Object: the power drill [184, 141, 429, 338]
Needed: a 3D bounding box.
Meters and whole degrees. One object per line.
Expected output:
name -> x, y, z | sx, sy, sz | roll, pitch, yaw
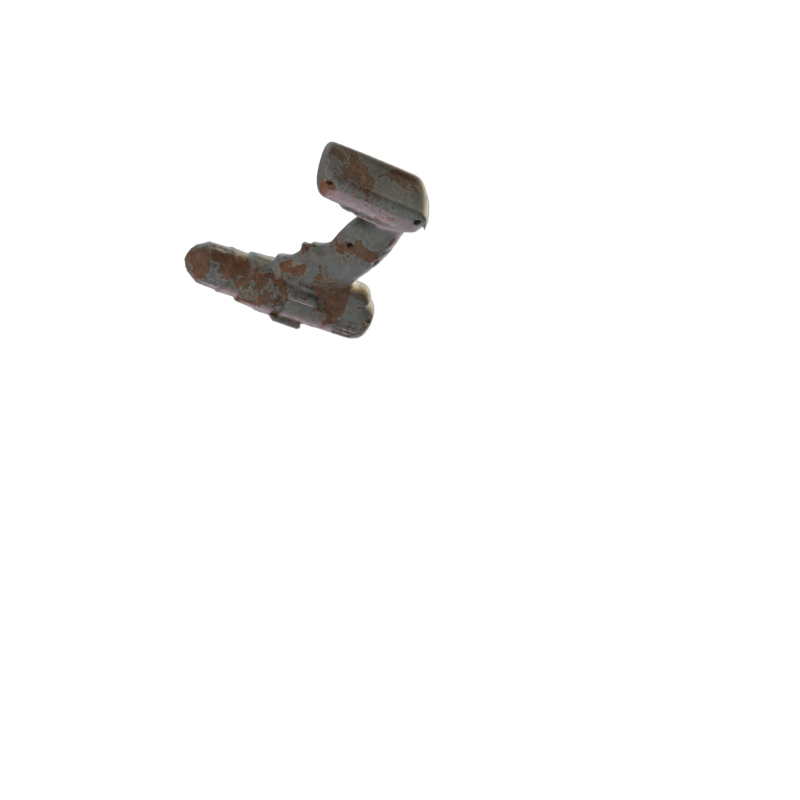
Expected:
power drill -> -0.076, -0.139, 0.974 | 0.177, 0.062, 0.182 | 19, -43, -22
